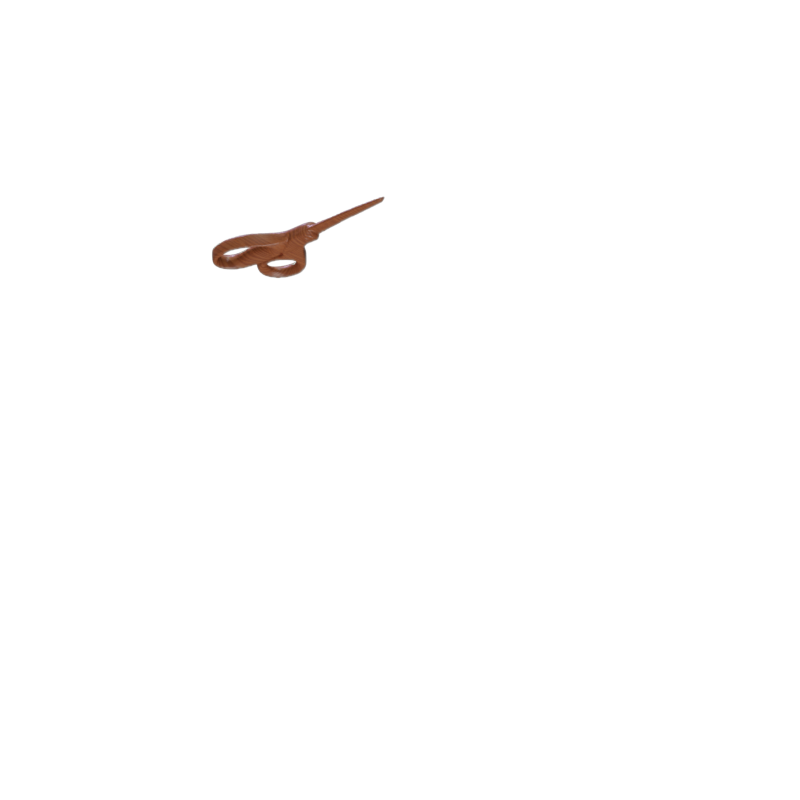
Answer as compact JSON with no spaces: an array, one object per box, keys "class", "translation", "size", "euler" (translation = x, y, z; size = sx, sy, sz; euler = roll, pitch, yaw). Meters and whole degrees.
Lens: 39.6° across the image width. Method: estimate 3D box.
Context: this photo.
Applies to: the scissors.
[{"class":"scissors","translation":[-0.078,-0.142,0.994],"size":[0.206,0.016,0.090],"euler":[-9,-17,31]}]
